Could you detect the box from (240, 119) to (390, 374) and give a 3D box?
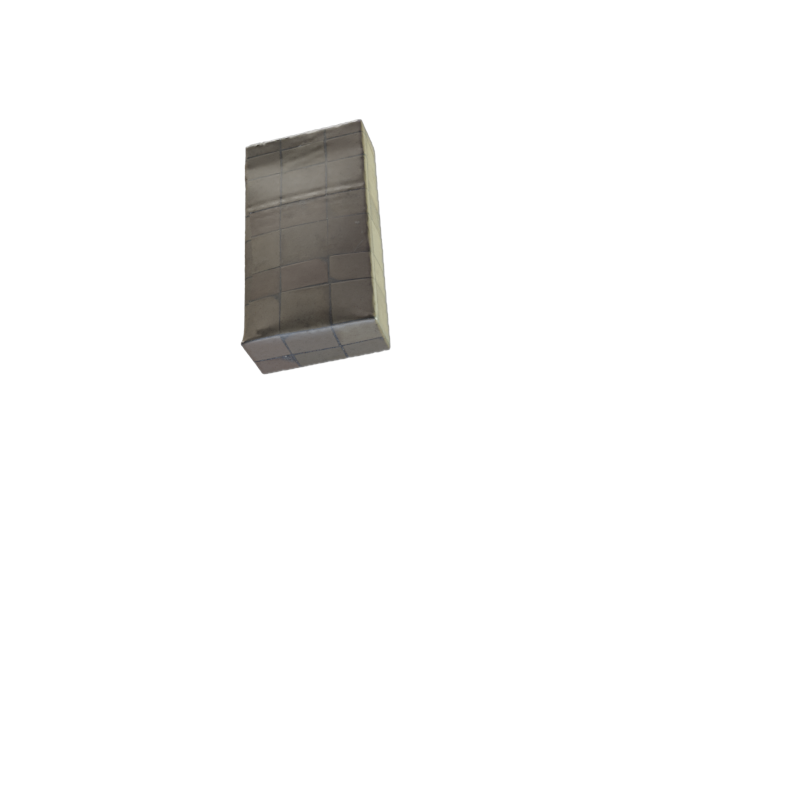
[{"bbox_3d":[-0.060,-0.110,0.770,0.094,0.189,0.044,-12,-37,12],"label":"box"}]
